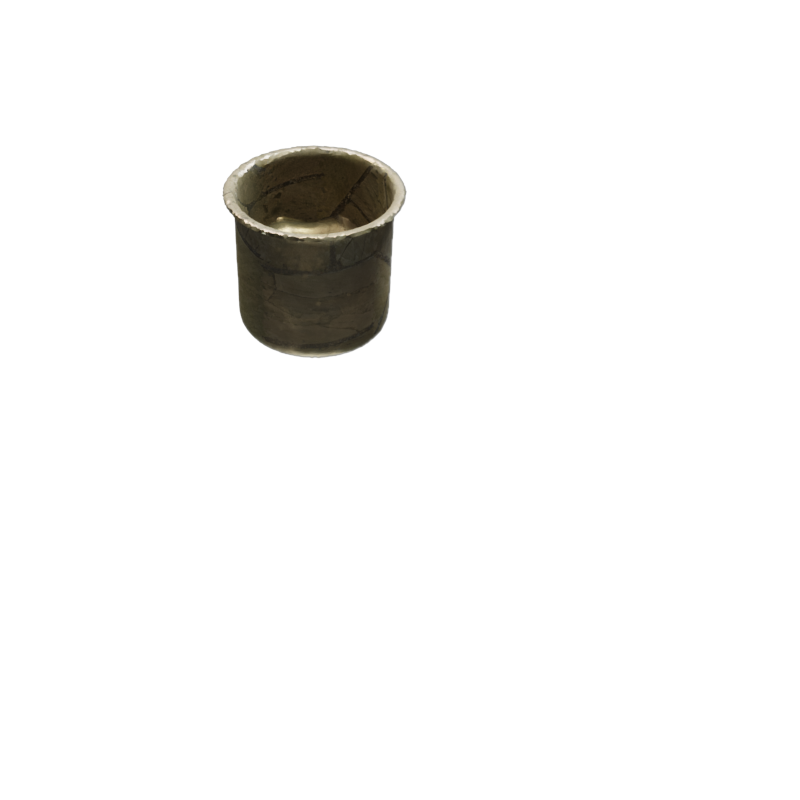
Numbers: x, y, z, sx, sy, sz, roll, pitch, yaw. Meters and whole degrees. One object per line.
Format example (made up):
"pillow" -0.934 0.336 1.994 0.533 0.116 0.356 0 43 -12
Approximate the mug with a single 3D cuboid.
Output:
"mug" -0.047 -0.085 0.594 0.093 0.076 0.126 -2 38 -5
